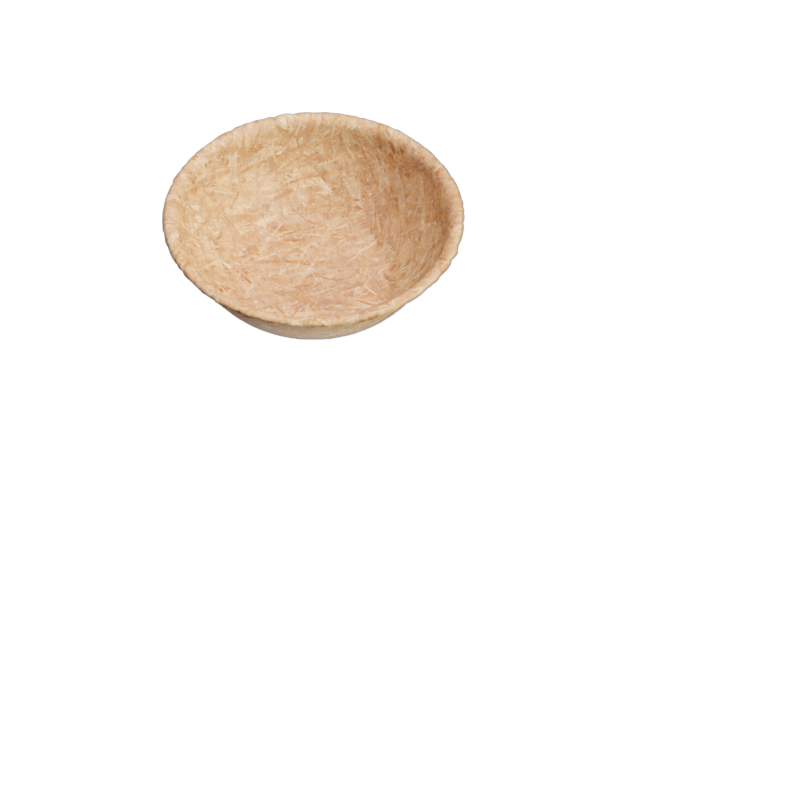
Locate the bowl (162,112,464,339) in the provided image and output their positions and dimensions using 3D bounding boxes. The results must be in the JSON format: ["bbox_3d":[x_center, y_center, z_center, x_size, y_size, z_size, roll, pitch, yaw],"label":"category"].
[{"bbox_3d":[-0.048,-0.088,0.613,0.162,0.174,0.051,-1,-40,-1],"label":"bowl"}]
